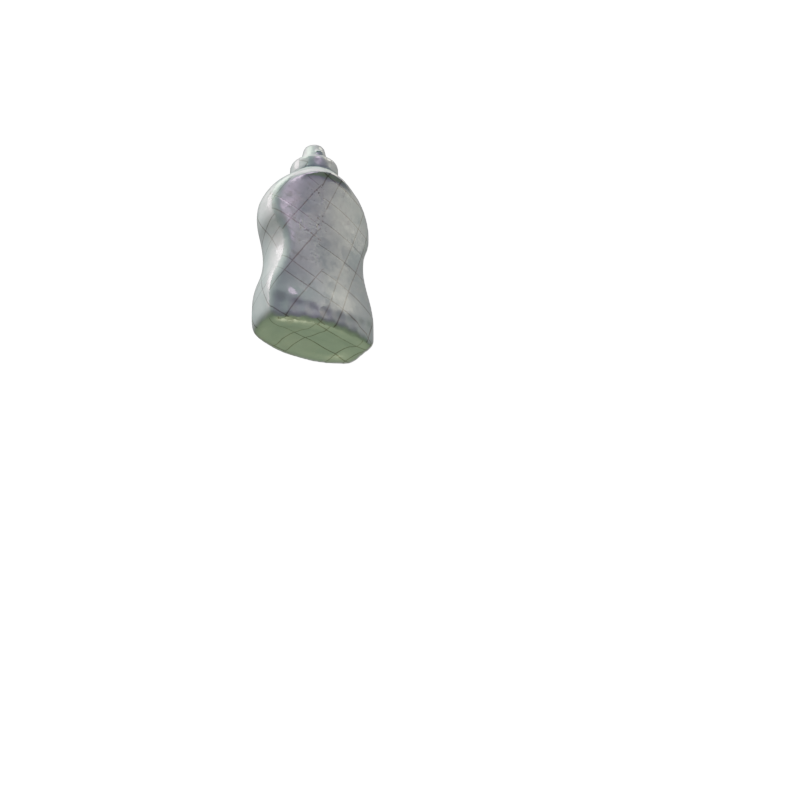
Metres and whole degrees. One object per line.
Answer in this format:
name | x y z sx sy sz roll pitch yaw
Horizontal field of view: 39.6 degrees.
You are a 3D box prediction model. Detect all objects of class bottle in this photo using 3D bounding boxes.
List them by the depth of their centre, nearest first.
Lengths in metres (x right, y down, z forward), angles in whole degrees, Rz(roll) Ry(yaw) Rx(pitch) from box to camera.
bottle | -0.070 -0.129 0.900 0.092 0.205 0.057 16 -37 -26
